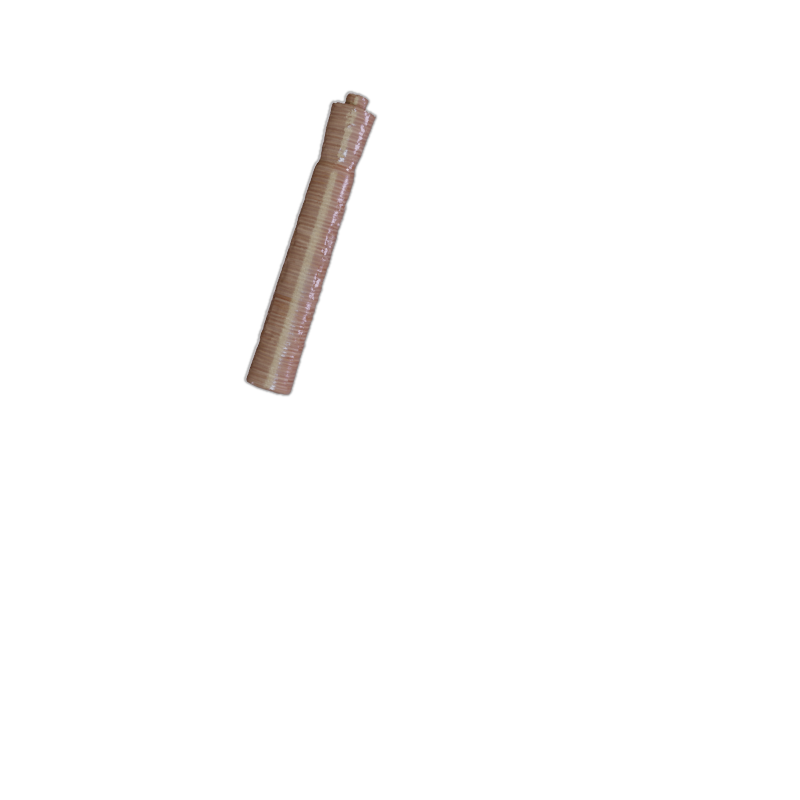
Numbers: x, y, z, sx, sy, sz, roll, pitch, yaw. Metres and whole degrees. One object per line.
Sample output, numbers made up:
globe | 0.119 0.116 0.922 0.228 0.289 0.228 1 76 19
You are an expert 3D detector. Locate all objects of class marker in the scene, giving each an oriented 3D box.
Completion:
marker | -0.034 -0.062 0.436 0.020 0.121 0.020 17 -2 -3
